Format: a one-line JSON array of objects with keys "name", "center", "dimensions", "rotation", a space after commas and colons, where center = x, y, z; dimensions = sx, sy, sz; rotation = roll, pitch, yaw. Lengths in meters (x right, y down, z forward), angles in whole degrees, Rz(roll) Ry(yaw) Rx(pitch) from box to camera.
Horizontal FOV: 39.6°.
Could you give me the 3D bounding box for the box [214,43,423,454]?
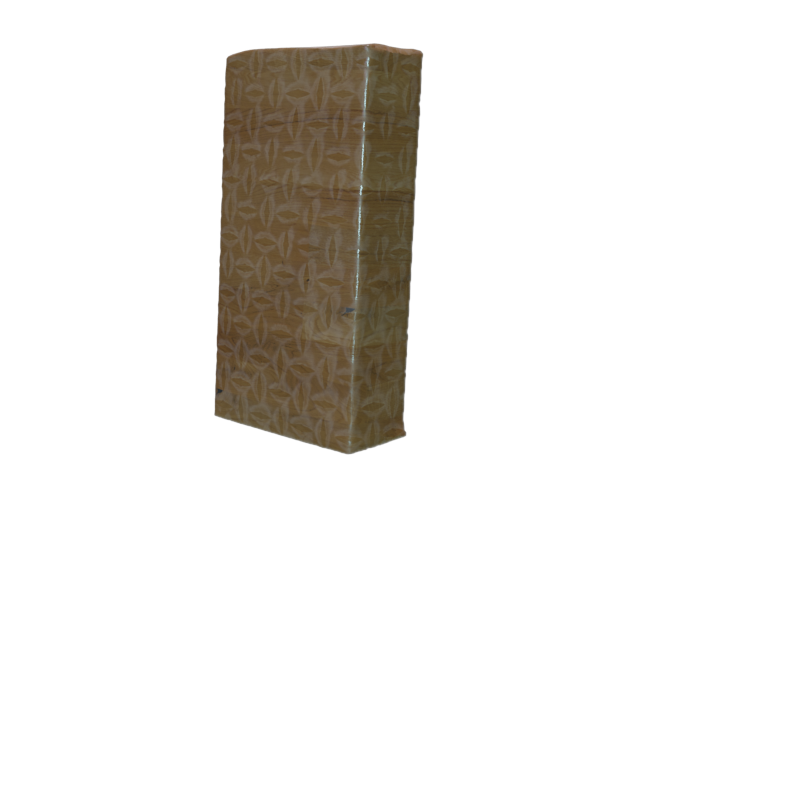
[{"name": "box", "center": [-0.040, -0.073, 0.511], "dimensions": [0.098, 0.173, 0.047], "rotation": [7, 9, 41]}]
